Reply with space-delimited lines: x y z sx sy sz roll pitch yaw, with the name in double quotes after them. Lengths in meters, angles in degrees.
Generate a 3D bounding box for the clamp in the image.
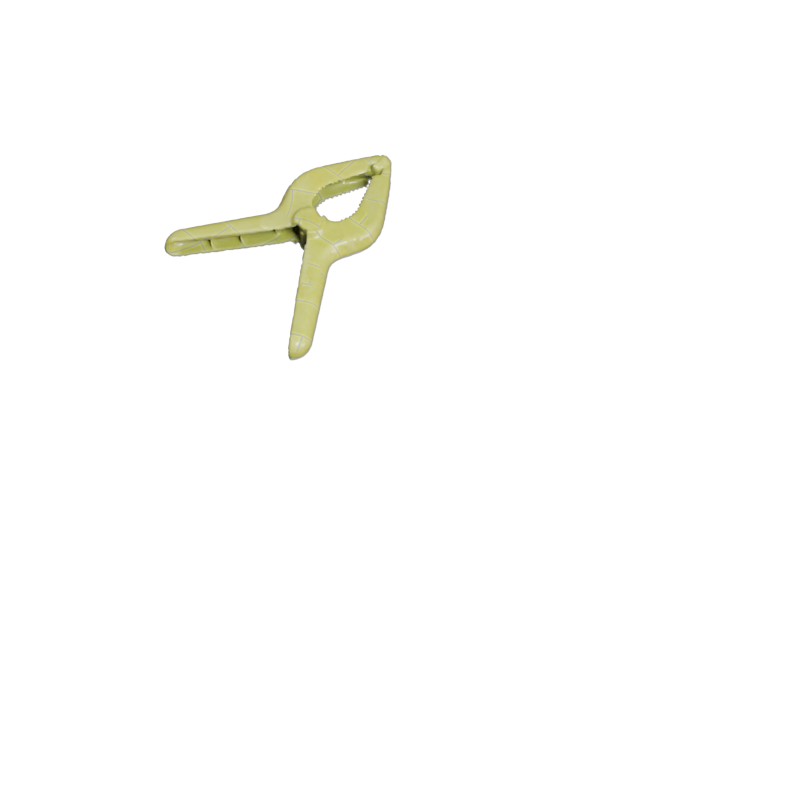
-0.075 -0.137 0.962 0.211 0.175 0.034 -36 -25 -20 "clamp"
